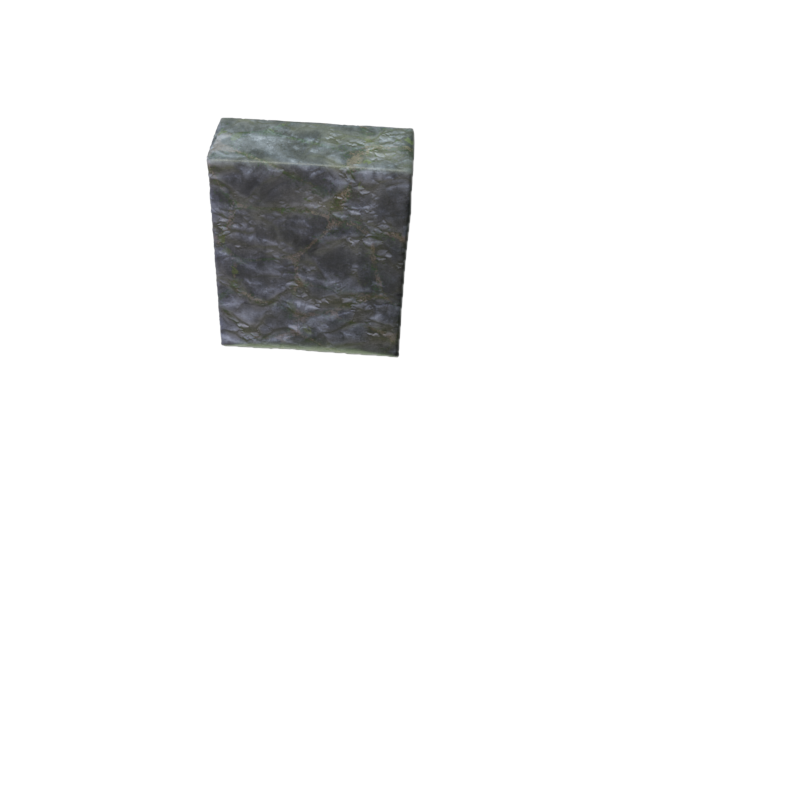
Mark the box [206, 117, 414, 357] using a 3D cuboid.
[{"bbox_3d":[-0.075,-0.136,0.954,0.165,0.199,0.077,5,45,2],"label":"box"}]
